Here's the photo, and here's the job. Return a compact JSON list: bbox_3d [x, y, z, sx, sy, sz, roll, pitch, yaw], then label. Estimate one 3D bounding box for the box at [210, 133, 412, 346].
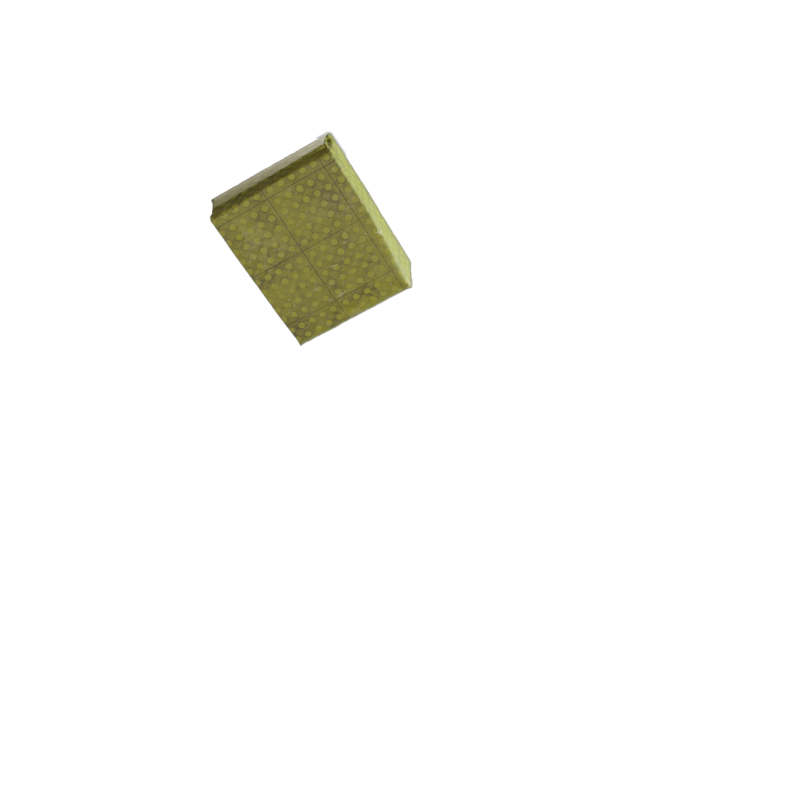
[{"bbox_3d":[-0.056,-0.102,0.715,0.090,0.107,0.041,-27,24,13],"label":"box"}]
